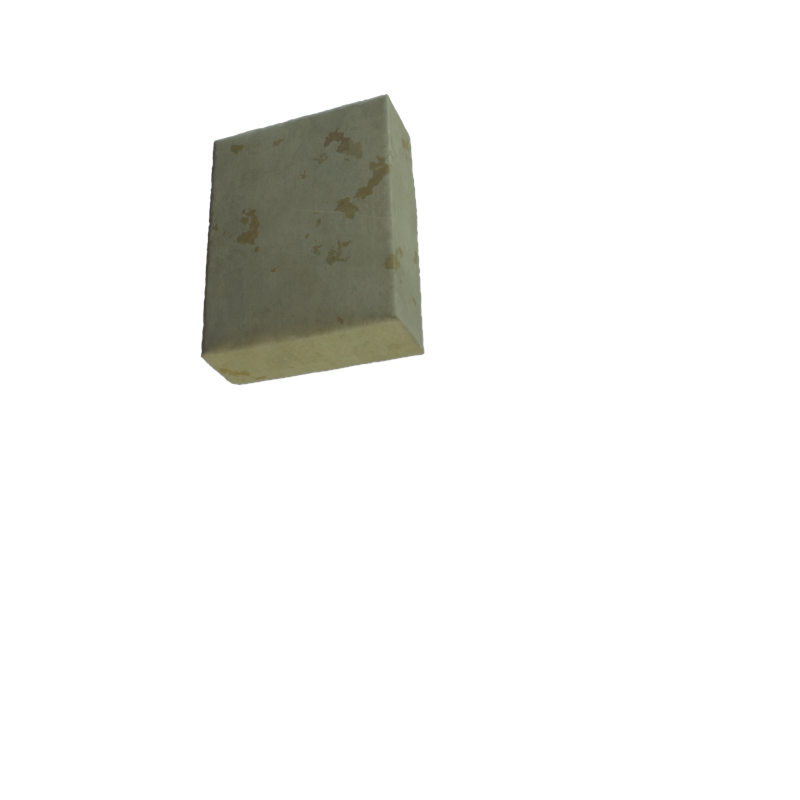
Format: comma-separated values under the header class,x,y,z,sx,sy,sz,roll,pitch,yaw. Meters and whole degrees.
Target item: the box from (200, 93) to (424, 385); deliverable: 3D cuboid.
class,x,y,z,sx,sy,sz,roll,pitch,yaw
box,-0.071,-0.129,0.905,0.166,0.228,0.066,-12,-32,17
